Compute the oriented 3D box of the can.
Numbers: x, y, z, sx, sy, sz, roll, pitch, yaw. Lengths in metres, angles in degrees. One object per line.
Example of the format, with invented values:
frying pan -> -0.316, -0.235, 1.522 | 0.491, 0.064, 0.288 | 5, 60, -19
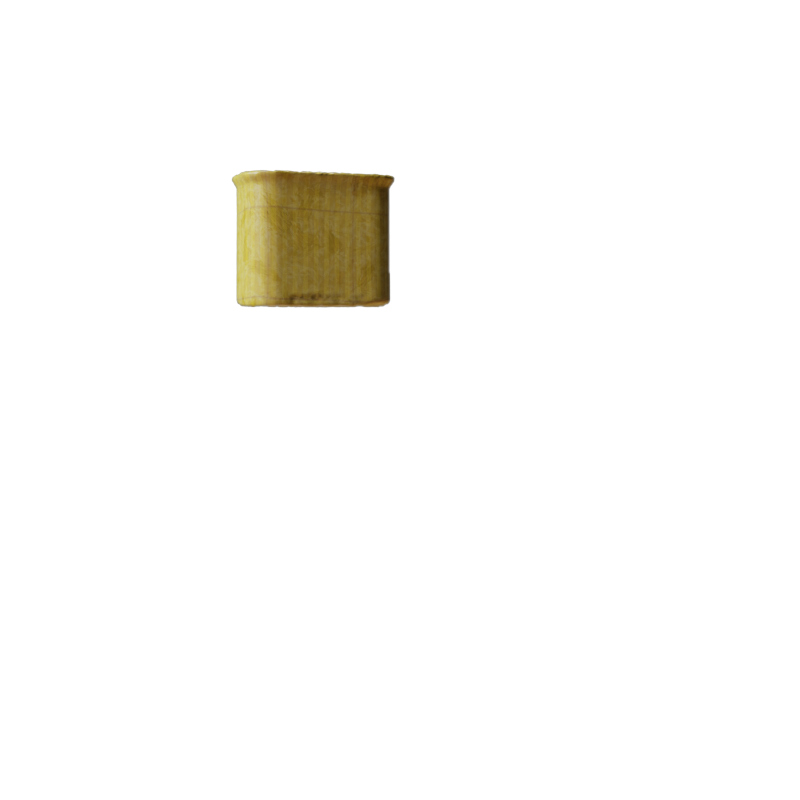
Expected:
can -> -0.056, -0.101, 0.710 | 0.099, 0.084, 0.059 | 0, -1, -20
